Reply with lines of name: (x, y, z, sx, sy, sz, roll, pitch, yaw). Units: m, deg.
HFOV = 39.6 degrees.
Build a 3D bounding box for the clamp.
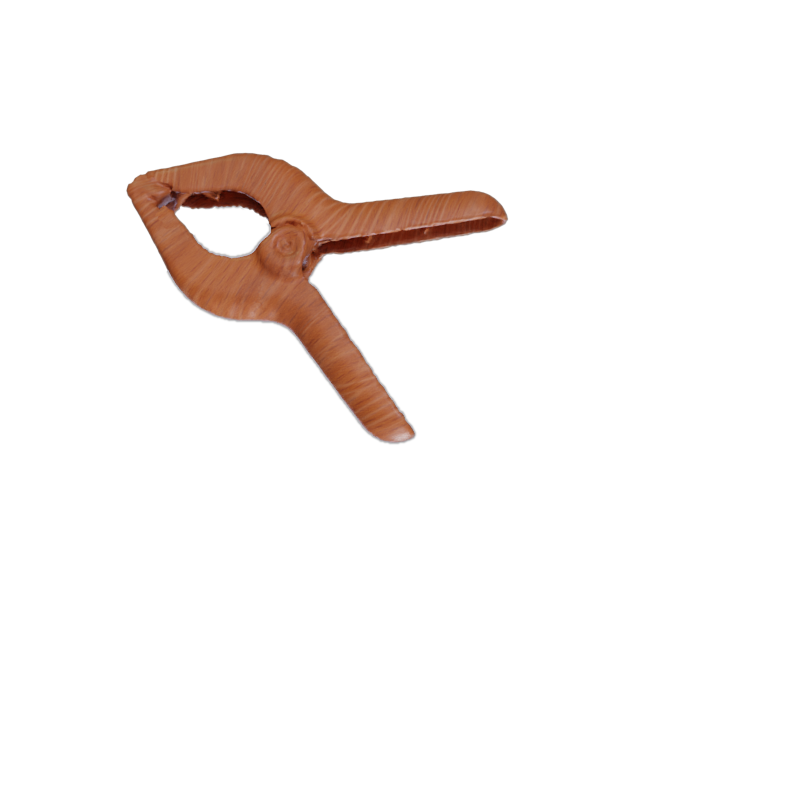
clamp: (-0.040, -0.072, 0.508, 0.176, 0.123, 0.037, 32, -18, 11)
